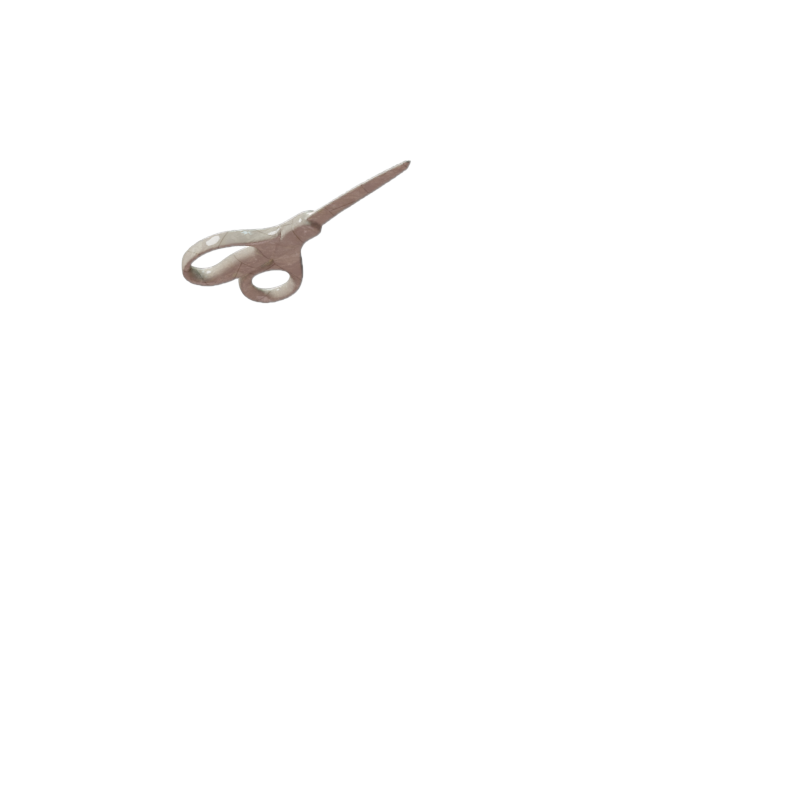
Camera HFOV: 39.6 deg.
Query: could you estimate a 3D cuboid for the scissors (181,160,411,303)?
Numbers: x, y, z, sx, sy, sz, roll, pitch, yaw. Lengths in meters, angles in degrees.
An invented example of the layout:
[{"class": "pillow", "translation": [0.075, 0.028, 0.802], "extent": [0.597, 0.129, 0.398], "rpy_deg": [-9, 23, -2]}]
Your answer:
[{"class": "scissors", "translation": [-0.060, -0.110, 0.771], "extent": [0.204, 0.017, 0.089], "rpy_deg": [-15, -30, 27]}]
